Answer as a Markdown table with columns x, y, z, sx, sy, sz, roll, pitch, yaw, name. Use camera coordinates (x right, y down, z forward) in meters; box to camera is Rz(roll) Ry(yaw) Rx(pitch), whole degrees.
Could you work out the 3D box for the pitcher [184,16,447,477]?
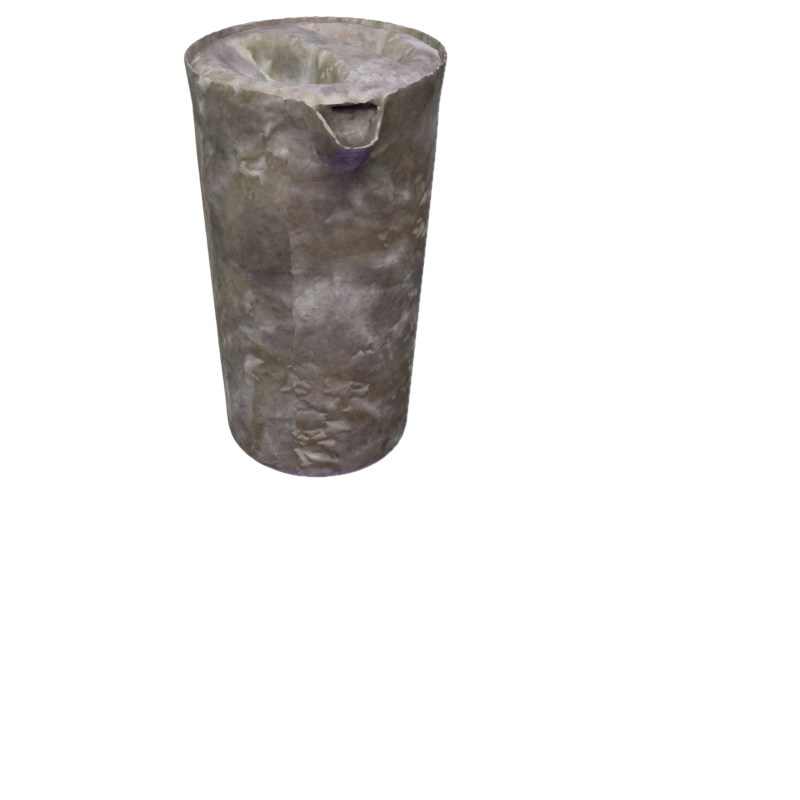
| x | y | z | sx | sy | sz | roll | pitch | yaw | name |
| --- | --- | --- | --- | --- | --- | --- | --- | --- | --- |
| -0.049 | -0.089 | 0.624 | 0.151 | 0.229 | 0.152 | 17 | 34 | 23 | pitcher |
